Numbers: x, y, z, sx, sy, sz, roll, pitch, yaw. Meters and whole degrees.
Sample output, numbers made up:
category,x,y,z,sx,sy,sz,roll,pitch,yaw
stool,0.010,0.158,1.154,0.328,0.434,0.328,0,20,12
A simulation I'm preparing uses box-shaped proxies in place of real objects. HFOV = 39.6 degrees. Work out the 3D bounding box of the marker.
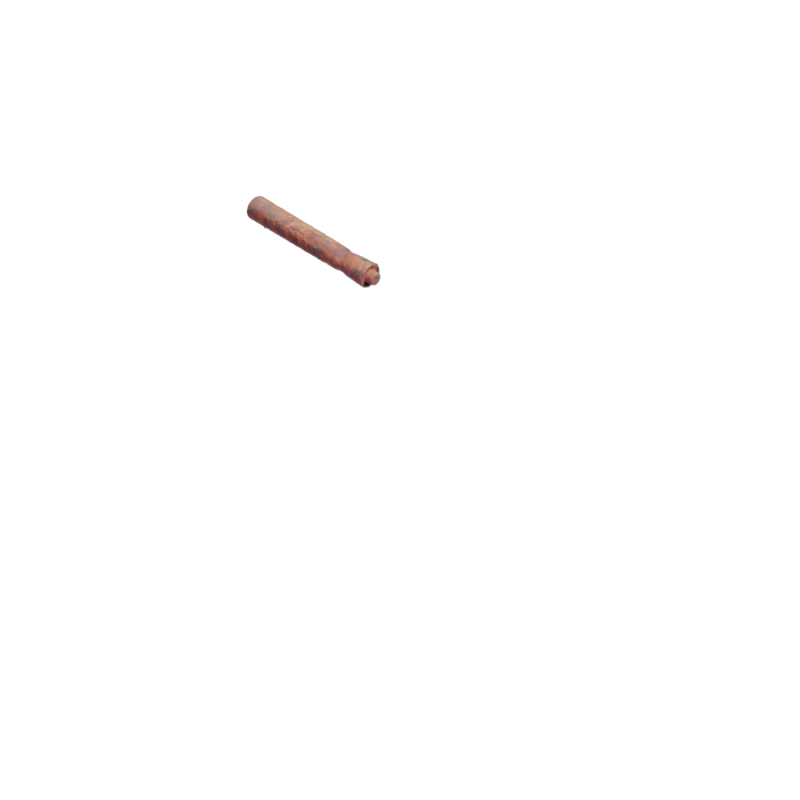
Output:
category,x,y,z,sx,sy,sz,roll,pitch,yaw
marker,-0.061,-0.112,0.783,0.129,0.019,0.019,34,22,32
